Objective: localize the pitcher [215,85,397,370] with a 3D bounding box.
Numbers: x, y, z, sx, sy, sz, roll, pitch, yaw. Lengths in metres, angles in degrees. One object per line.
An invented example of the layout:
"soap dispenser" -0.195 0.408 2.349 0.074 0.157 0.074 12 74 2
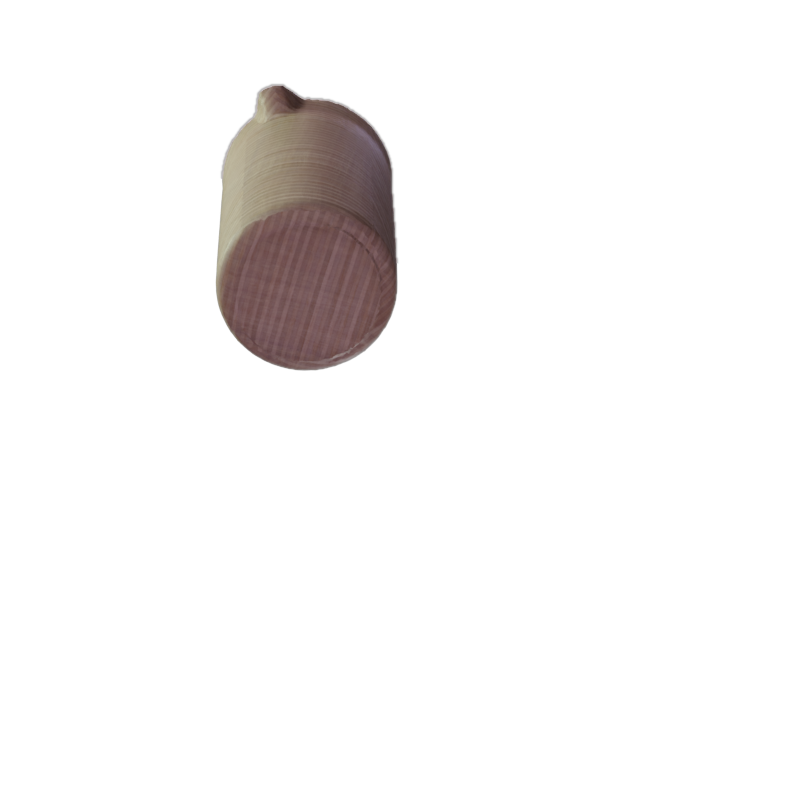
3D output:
"pitcher" -0.060 -0.109 0.762 0.145 0.141 0.256 24 21 -14
